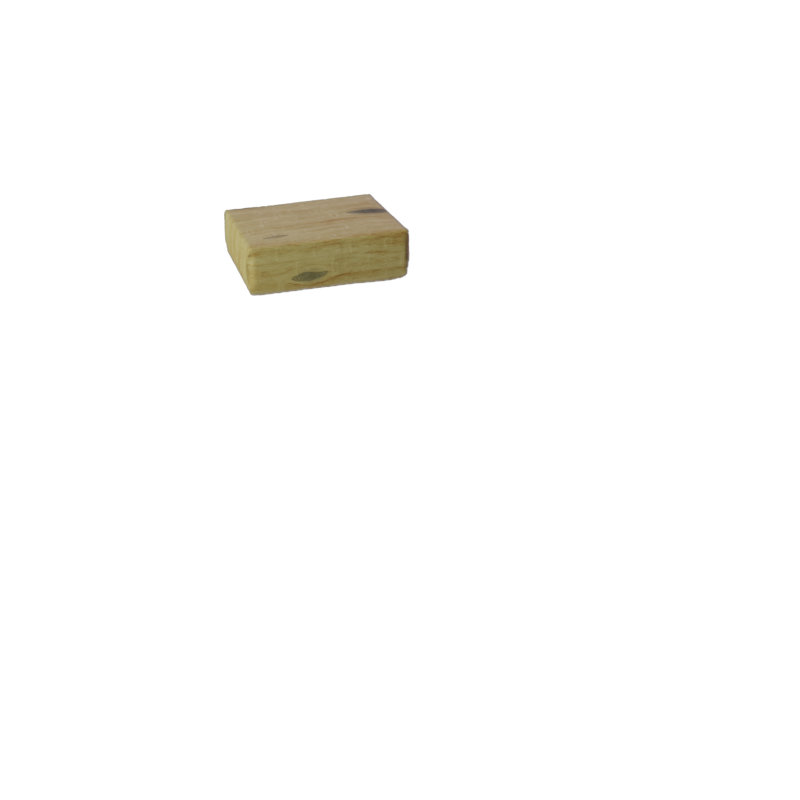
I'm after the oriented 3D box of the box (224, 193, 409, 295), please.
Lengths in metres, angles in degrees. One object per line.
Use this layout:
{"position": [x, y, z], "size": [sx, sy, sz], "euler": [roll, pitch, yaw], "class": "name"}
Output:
{"position": [-0.060, -0.110, 0.771], "size": [0.112, 0.037, 0.096], "euler": [-7, 27, -15], "class": "box"}
